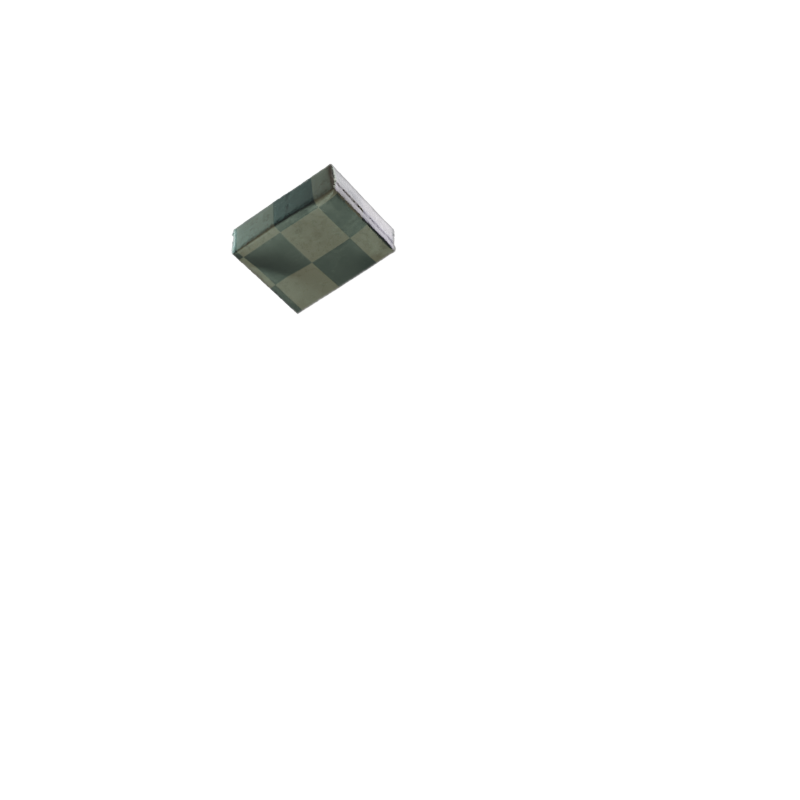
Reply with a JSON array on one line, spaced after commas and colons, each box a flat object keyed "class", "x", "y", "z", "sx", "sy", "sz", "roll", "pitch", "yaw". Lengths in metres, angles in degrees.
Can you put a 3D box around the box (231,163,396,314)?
[{"class": "box", "x": -0.074, "y": -0.136, "z": 0.950, "sx": 0.113, "sy": 0.042, "sz": 0.084, "roll": -29, "pitch": -54, "yaw": 24}]
